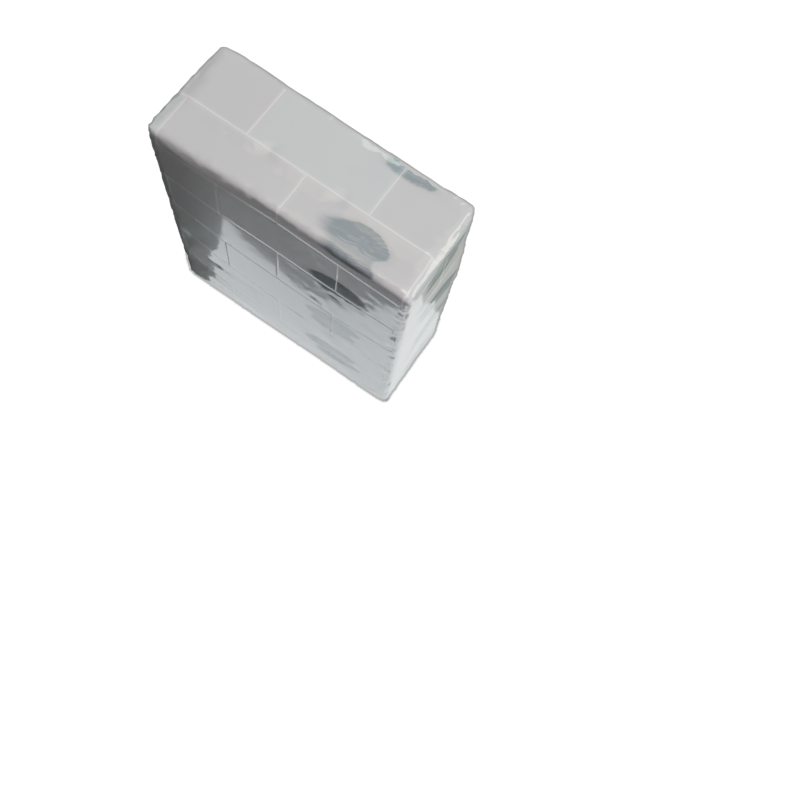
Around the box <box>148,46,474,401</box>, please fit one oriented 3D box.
[{"bbox_3d":[-0.051,-0.093,0.652,0.168,0.073,0.205,35,-15,8],"label":"box"}]
